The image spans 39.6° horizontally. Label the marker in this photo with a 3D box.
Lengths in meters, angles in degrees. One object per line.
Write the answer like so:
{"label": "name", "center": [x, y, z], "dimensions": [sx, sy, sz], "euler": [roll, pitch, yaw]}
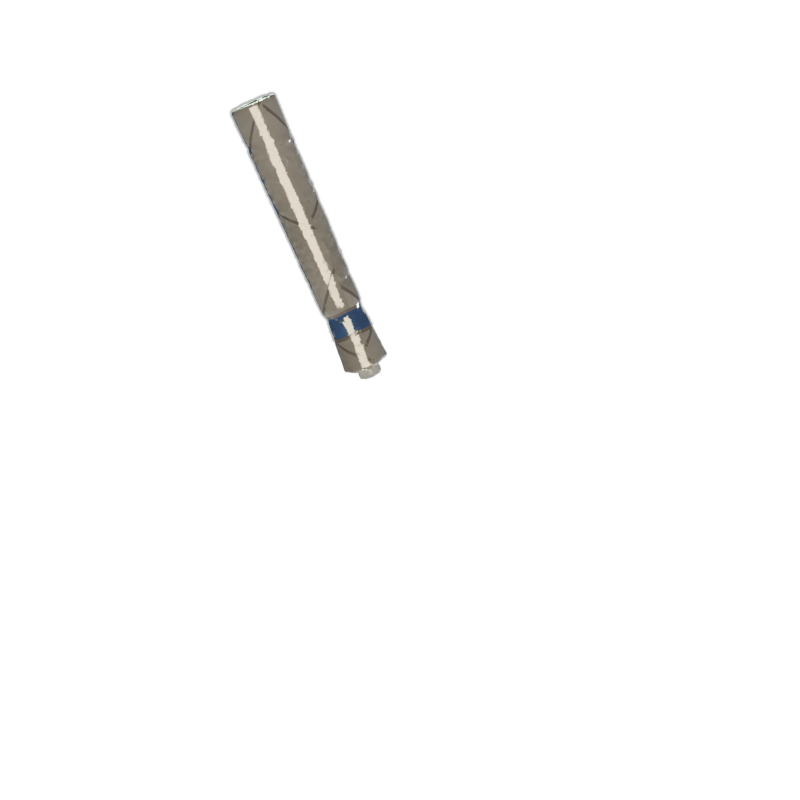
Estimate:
{"label": "marker", "center": [-0.035, -0.063, 0.443], "dimensions": [0.020, 0.117, 0.020], "euler": [-23, 12, 4]}
